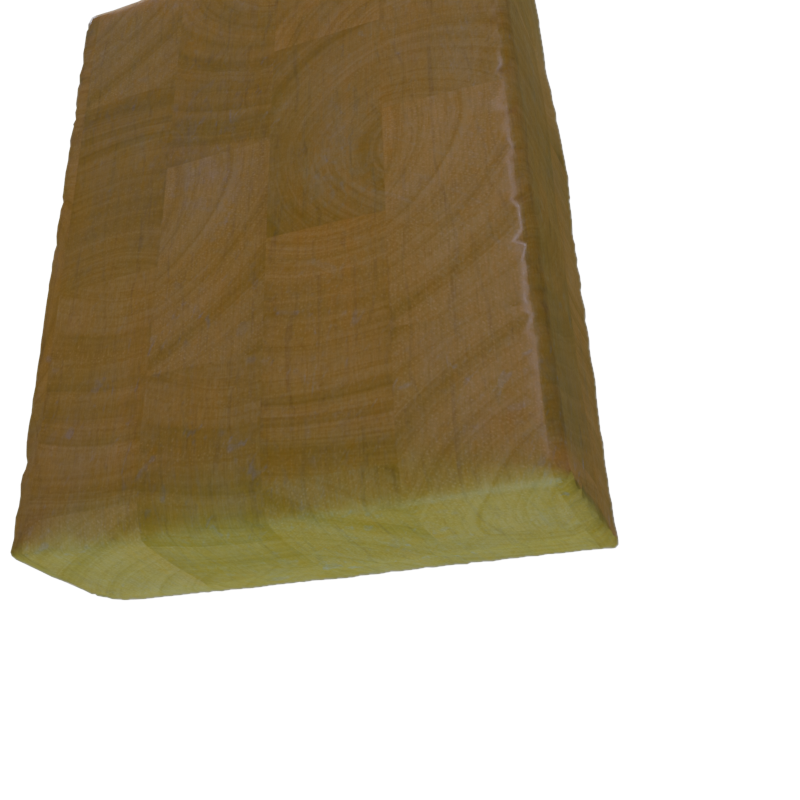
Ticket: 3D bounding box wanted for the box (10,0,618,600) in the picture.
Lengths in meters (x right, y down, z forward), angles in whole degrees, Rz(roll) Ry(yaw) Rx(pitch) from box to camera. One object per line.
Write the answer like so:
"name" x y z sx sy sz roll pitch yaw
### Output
"box" -0.029 -0.053 0.369 0.166 0.228 0.066 -12 -32 18
